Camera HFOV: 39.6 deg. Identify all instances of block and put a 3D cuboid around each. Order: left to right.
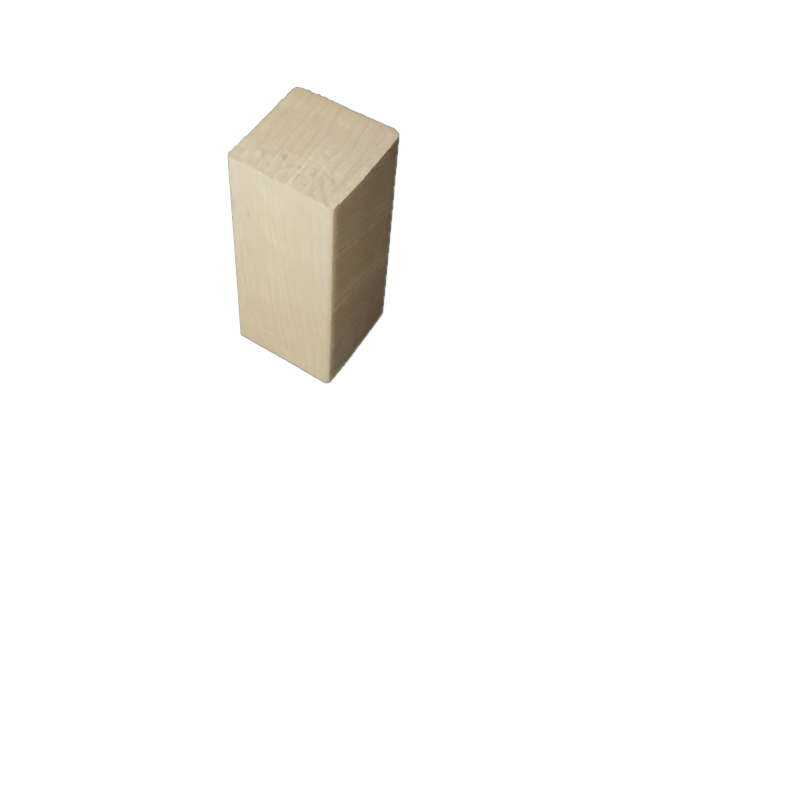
[{"bbox_3d":[-0.065,-0.120,0.836,0.094,0.093,0.192,28,-33,16],"label":"block"}]
